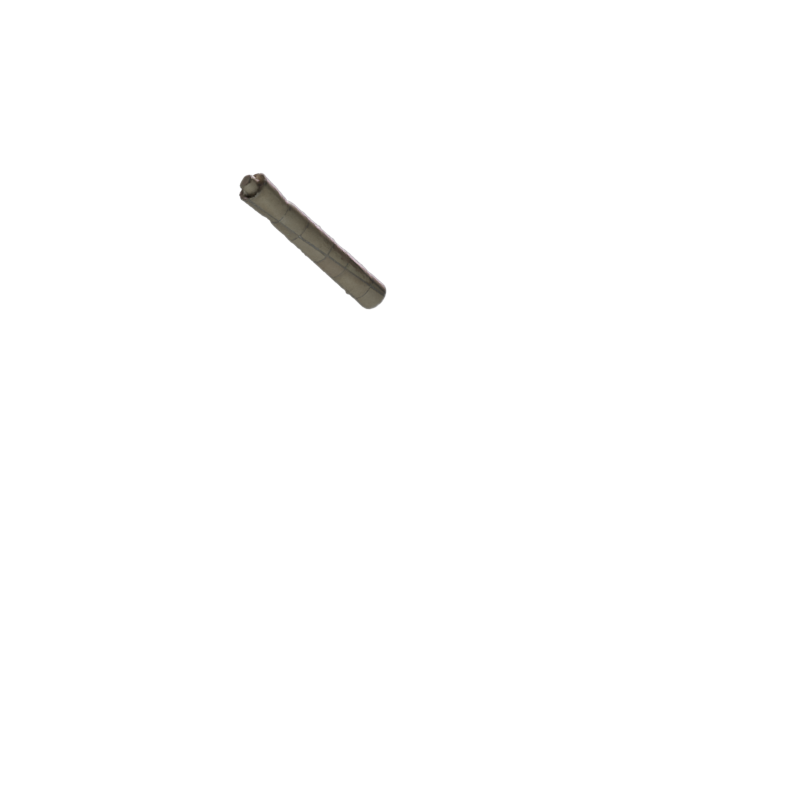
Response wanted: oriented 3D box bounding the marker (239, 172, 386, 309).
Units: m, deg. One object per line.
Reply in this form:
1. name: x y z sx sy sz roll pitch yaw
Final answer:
1. marker: -0.050 -0.091 0.638 0.021 0.020 0.112 3 -28 46
